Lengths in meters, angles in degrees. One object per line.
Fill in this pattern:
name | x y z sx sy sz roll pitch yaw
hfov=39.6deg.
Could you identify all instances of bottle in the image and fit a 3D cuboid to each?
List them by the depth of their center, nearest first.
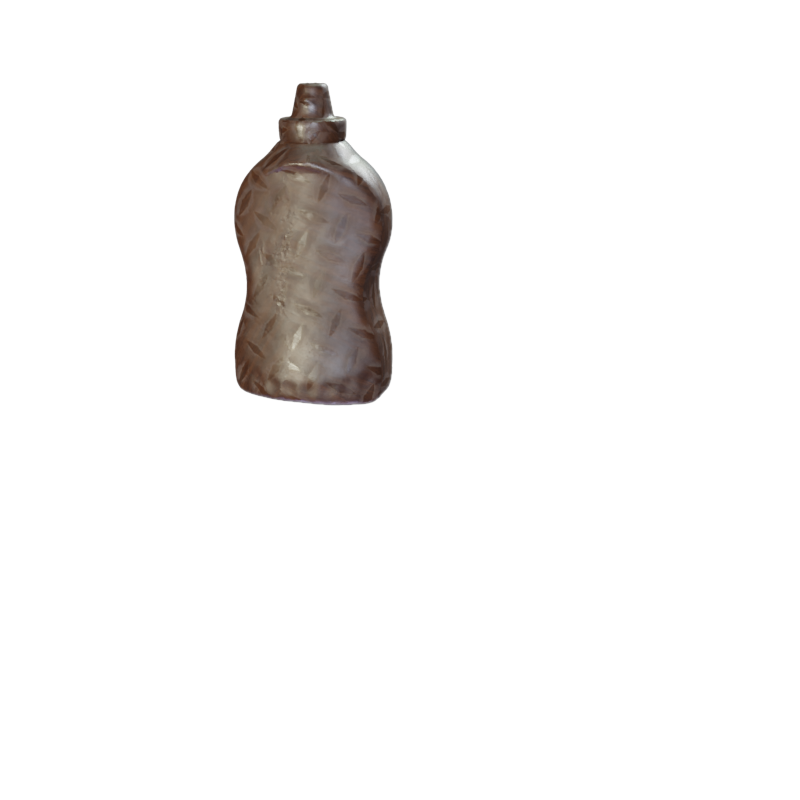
bottle | -0.053 -0.097 0.677 0.099 0.187 0.058 5 12 18
